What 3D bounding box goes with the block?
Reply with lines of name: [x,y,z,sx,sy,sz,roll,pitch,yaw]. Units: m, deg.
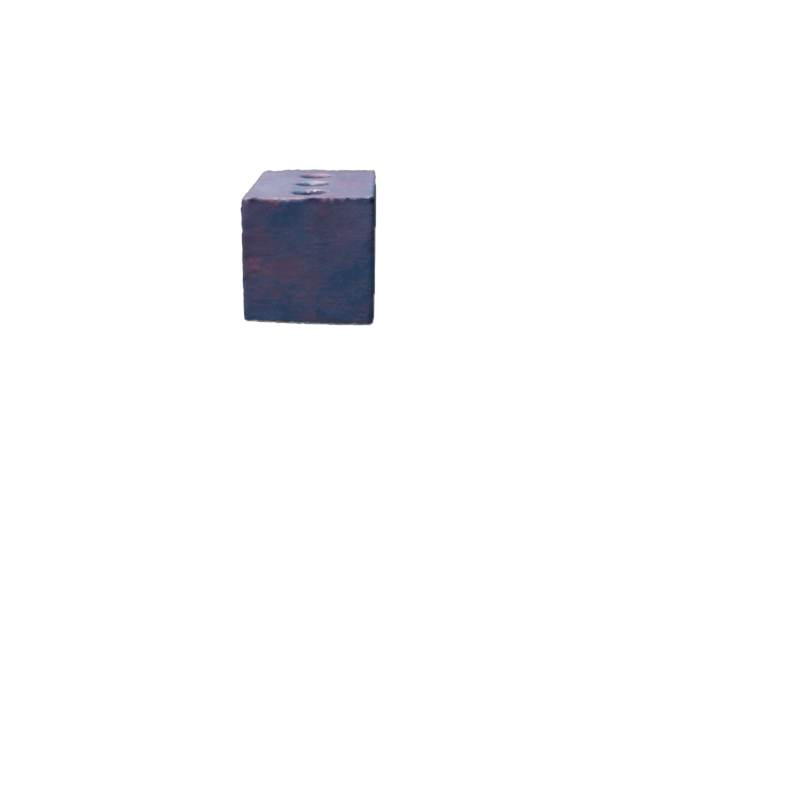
block: [-0.036,-0.066,0.466,0.053,0.050,0.081,0,17,0]
